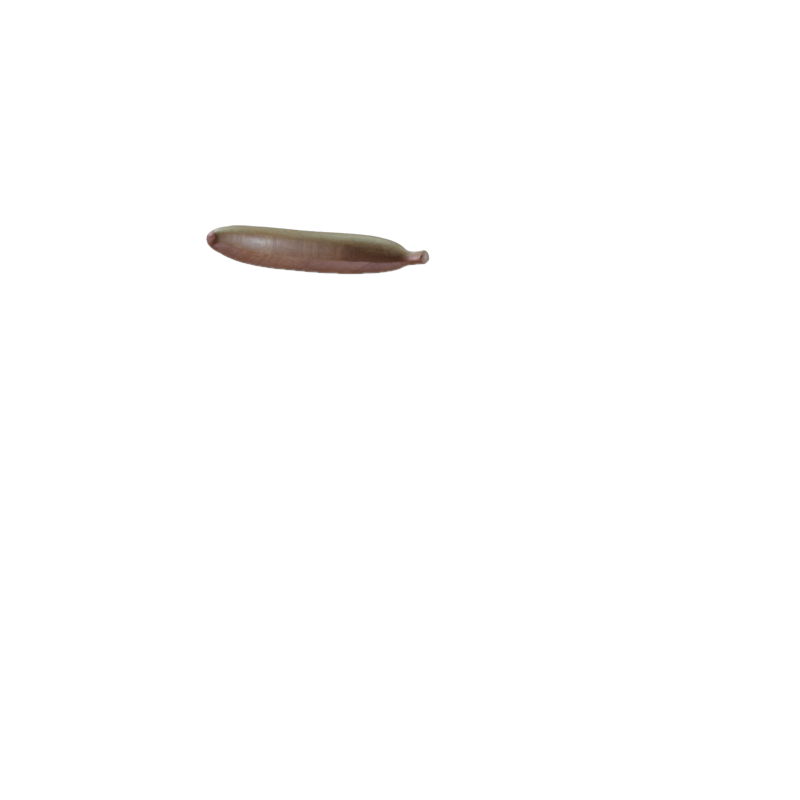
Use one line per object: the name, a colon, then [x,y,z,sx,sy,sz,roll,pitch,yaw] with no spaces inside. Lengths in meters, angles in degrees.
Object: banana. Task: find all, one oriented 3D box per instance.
banana: [-0.078,-0.137,0.997,0.194,0.038,0.068,2,-10,-11]
